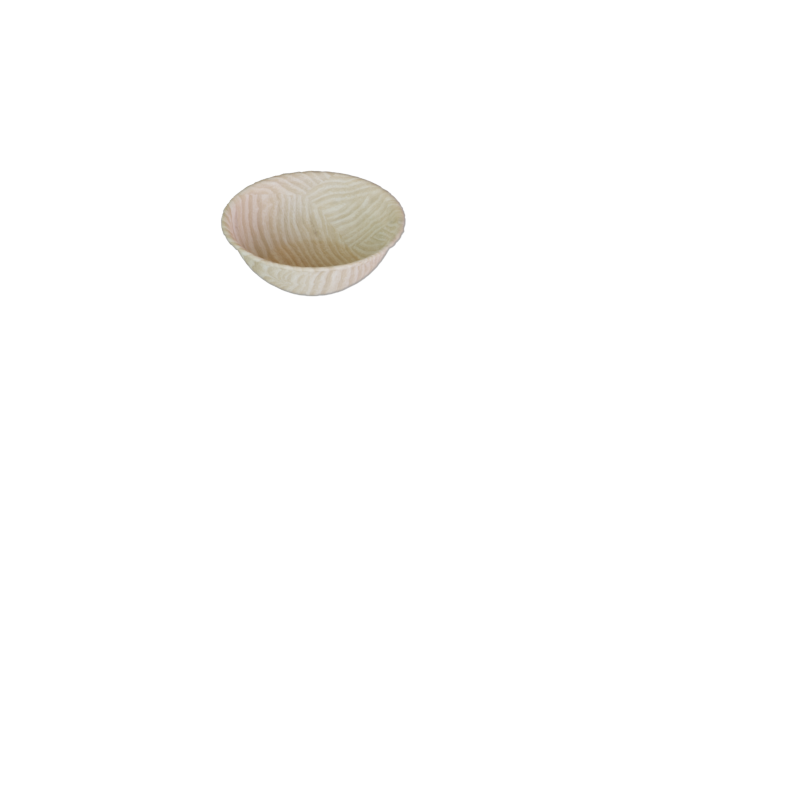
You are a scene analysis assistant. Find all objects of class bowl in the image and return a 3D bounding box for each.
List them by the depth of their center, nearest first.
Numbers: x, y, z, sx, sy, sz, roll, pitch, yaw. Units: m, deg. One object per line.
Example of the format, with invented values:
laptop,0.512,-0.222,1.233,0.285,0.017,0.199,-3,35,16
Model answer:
bowl,-0.077,-0.141,0.985,0.162,0.051,0.174,-1,39,-2
